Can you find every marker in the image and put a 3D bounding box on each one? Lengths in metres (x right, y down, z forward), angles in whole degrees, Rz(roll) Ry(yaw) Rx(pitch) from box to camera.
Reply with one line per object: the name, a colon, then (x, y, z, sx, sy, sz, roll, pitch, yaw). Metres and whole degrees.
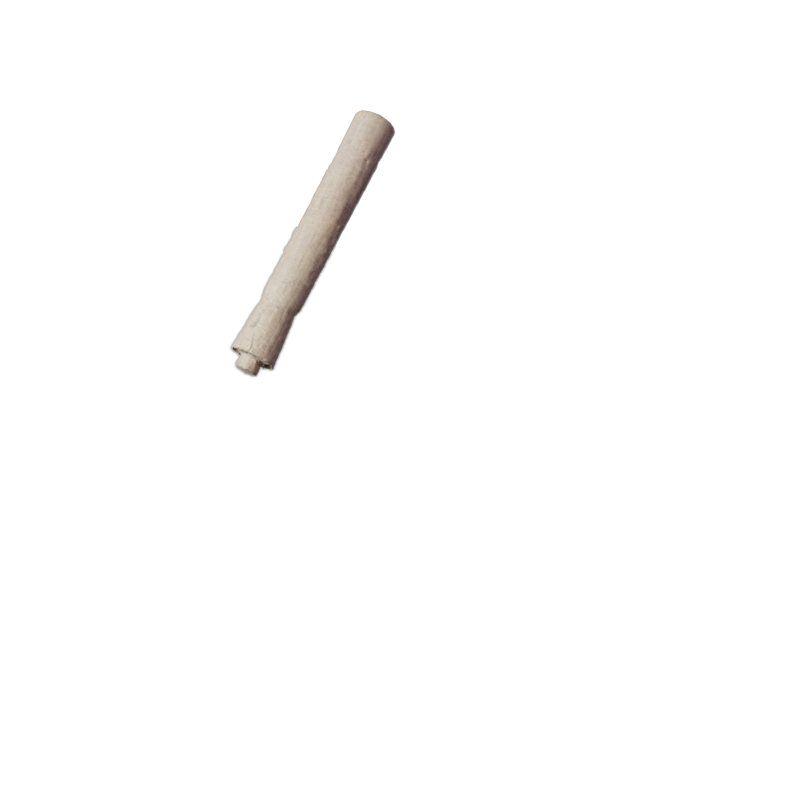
marker: (-0.036, -0.065, 0.454, 0.020, 0.124, 0.019, 24, -17, 5)
